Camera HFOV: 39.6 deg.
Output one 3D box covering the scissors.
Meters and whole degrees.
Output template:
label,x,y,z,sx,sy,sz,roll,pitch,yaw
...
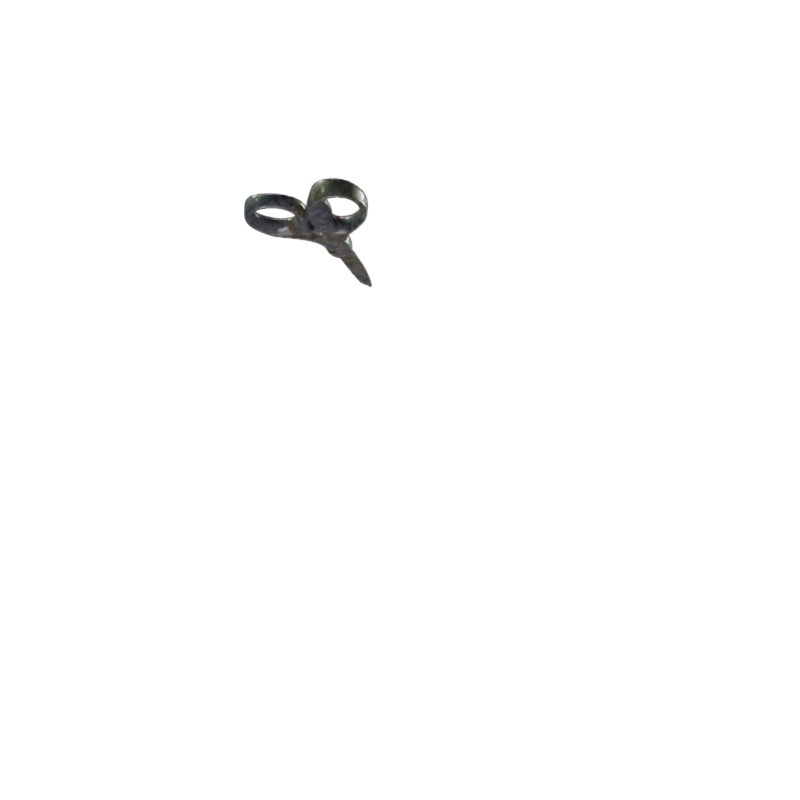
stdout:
label,x,y,z,sx,sy,sz,roll,pitch,yaw
scissors,-0.065,-0.119,0.832,0.096,0.016,0.194,1,-14,-3
